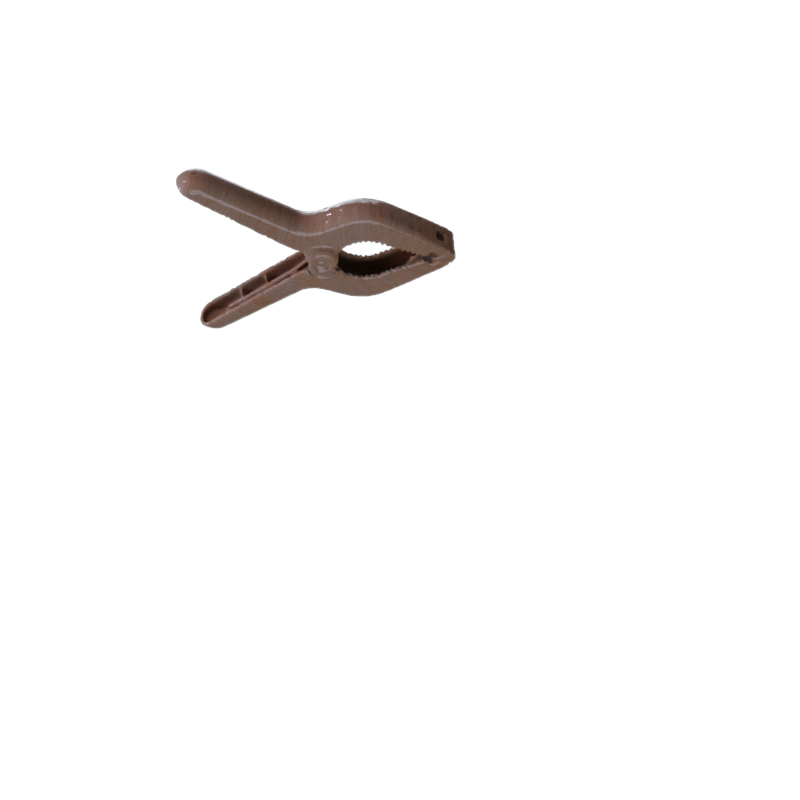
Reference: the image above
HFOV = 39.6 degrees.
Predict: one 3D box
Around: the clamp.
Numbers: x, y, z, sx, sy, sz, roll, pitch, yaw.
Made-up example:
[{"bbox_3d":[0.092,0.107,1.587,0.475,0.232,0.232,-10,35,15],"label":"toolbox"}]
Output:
[{"bbox_3d":[-0.066,-0.120,0.837,0.211,0.039,0.152,-5,-38,6],"label":"clamp"}]
